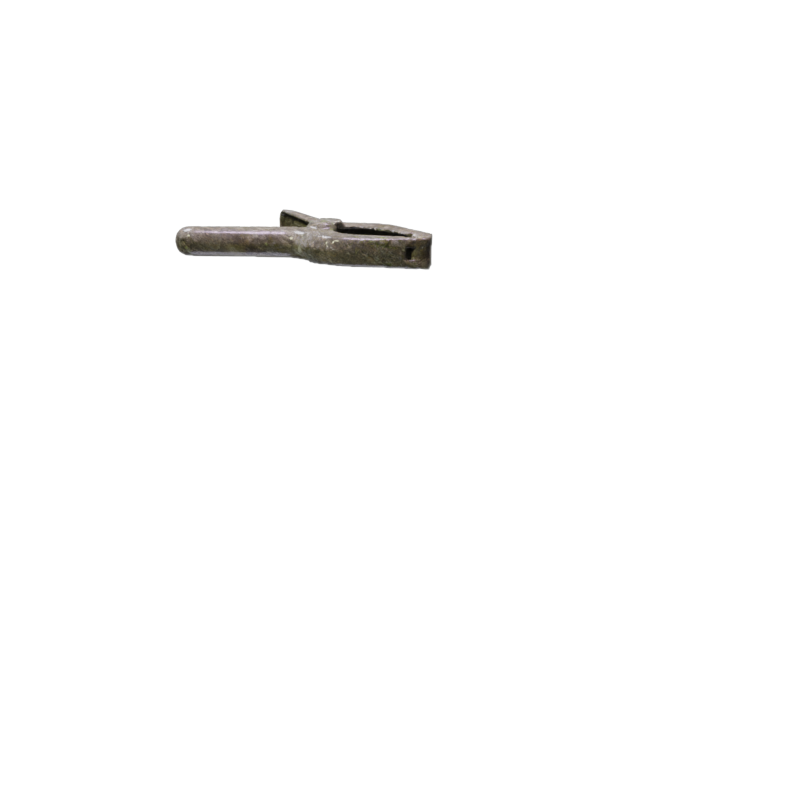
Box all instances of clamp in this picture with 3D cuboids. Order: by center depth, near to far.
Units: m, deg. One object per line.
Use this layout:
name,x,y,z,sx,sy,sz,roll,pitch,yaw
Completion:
clamp,-0.074,-0.134,0.939,0.221,0.035,0.161,13,21,37
